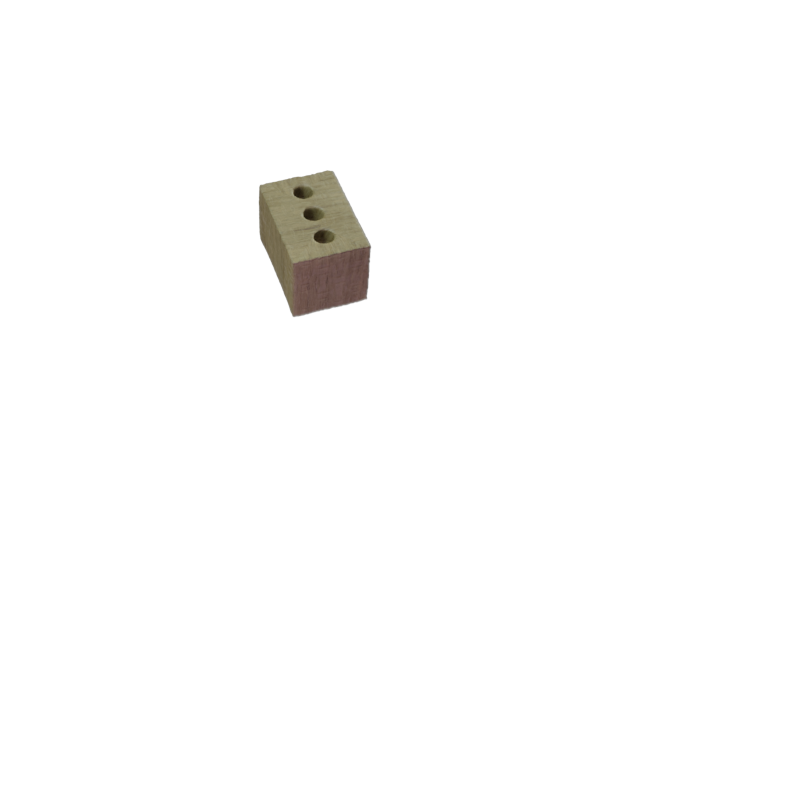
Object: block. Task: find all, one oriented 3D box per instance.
[{"bbox_3d":[-0.056,-0.102,0.715,0.052,0.084,0.048,-14,-40,-14],"label":"block"}]
